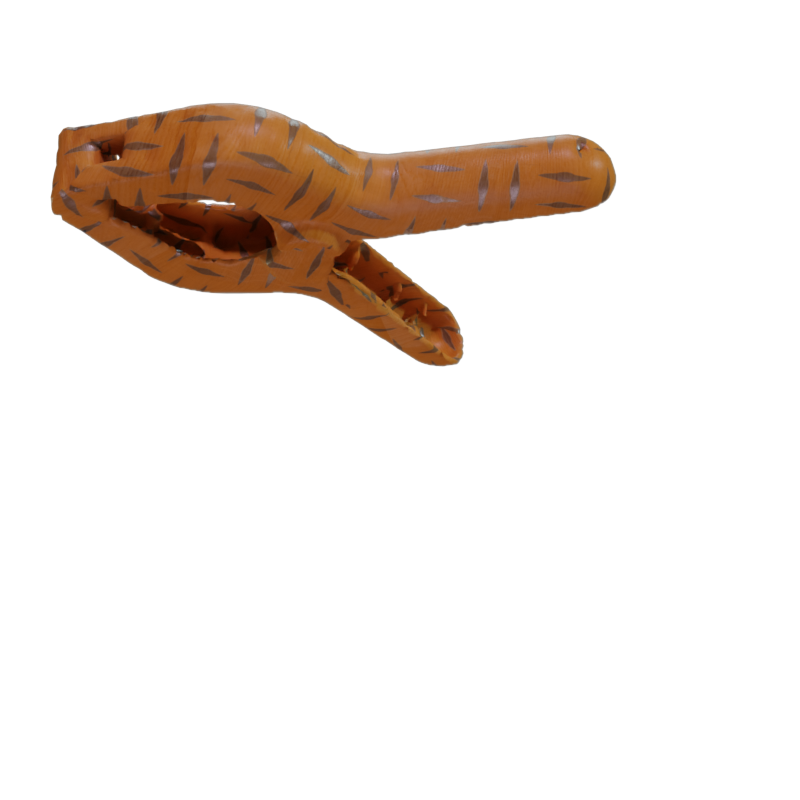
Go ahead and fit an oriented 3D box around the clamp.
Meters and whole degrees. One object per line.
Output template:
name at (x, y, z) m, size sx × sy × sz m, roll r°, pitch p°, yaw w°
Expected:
clamp at (-0.029, -0.053, 0.371) m, size 0.169 × 0.042 × 0.114 m, roll 8°, pitch -39°, yaw -10°
